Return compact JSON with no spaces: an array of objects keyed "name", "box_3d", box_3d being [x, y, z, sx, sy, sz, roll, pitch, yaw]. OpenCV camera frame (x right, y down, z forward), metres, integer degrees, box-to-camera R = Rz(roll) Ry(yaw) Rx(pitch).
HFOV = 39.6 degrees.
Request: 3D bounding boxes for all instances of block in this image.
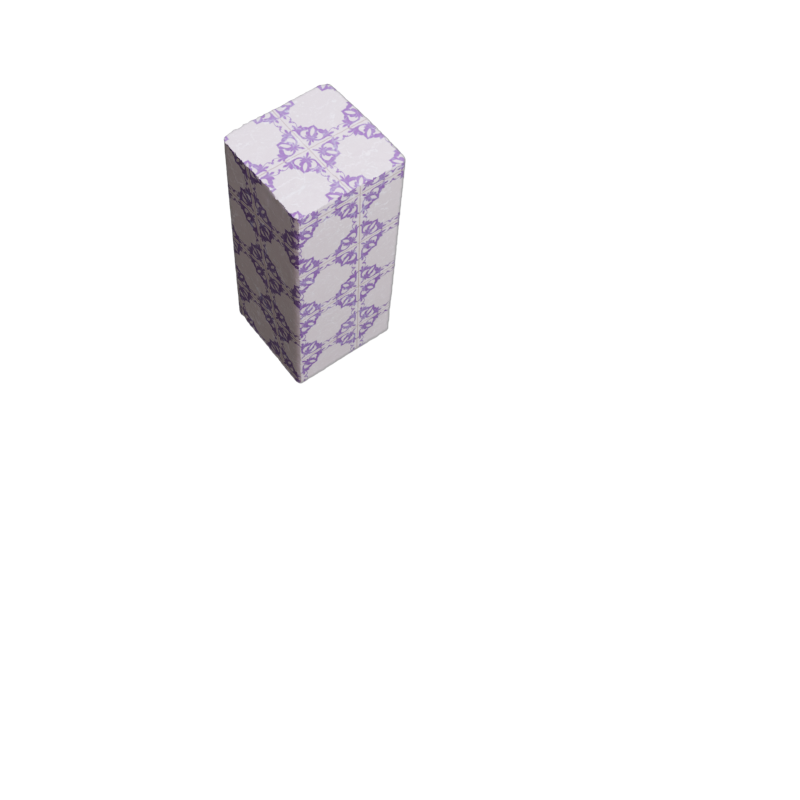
[{"name":"block","box_3d":[-0.063,-0.116,0.808,0.091,0.096,0.193,-32,-24,-21]}]
